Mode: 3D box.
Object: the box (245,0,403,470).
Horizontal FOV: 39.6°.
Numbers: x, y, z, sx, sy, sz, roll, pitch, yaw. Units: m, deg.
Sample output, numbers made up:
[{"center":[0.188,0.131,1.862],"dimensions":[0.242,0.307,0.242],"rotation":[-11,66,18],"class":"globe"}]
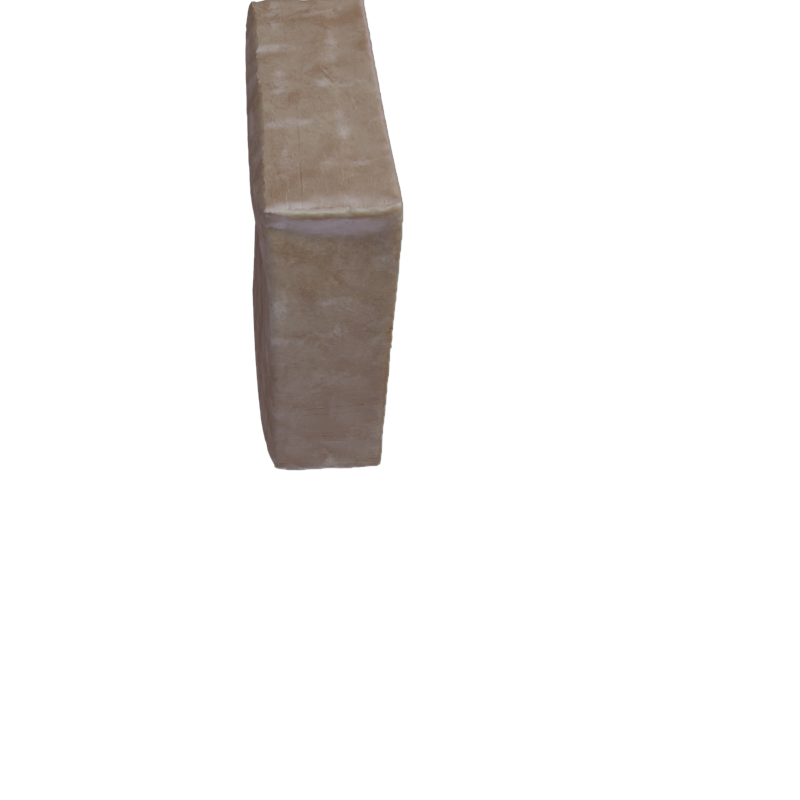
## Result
[{"center":[-0.048,-0.087,0.613],"dimensions":[0.071,0.177,0.199],"rotation":[-4,-39,-7],"class":"box"}]
